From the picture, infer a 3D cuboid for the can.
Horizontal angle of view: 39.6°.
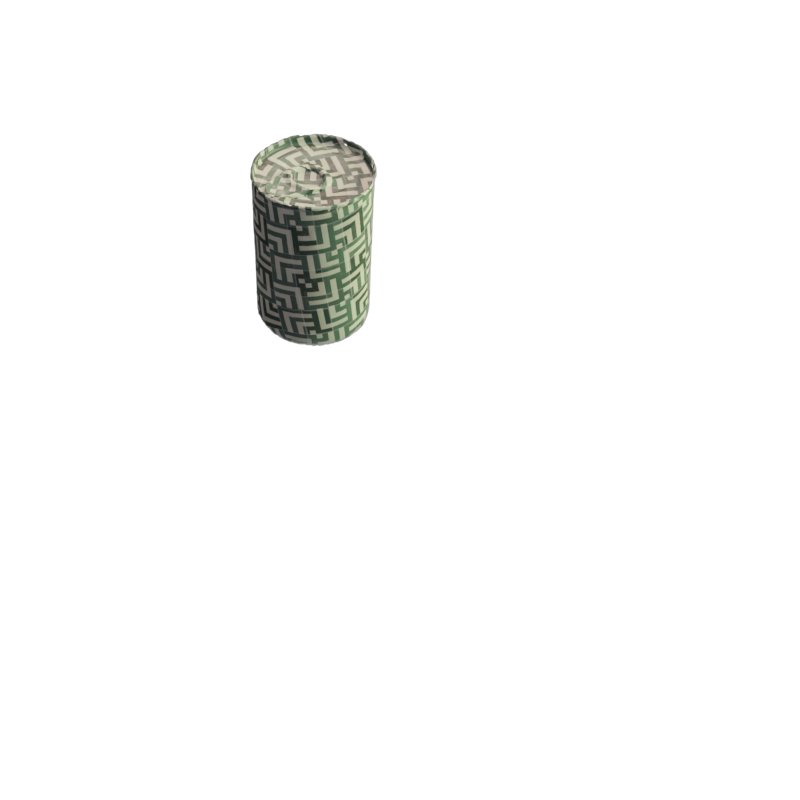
[{"bbox_3d":[-0.049,-0.089,0.626,0.068,0.095,0.074,0,43,-3],"label":"can"}]
